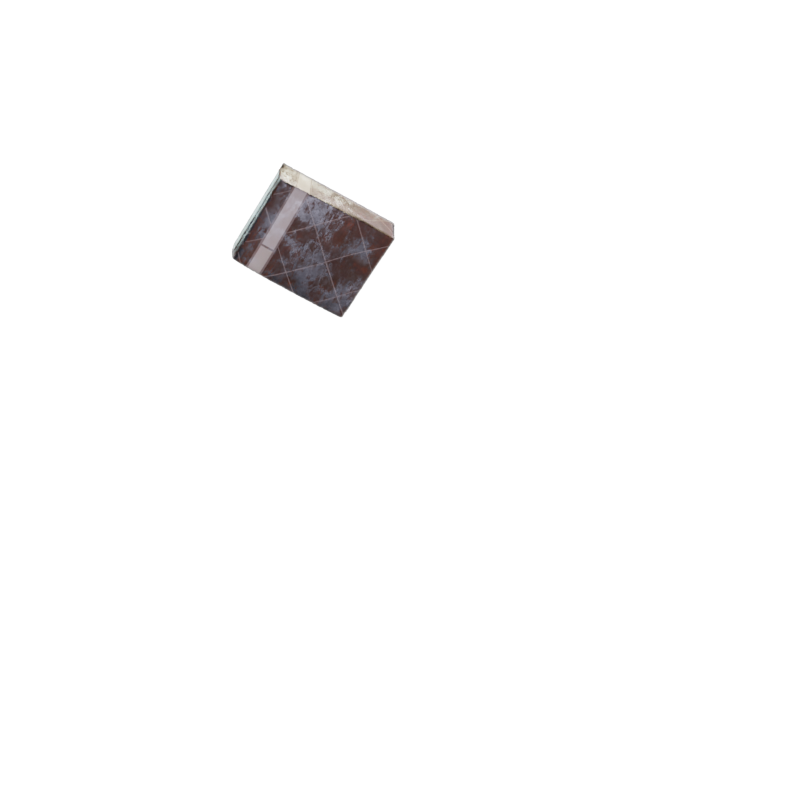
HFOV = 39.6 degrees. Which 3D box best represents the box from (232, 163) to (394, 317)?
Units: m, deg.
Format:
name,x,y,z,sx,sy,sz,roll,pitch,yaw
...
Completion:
name,x,y,z,sx,sy,sz,roll,pitch,yaw
box,-0.074,-0.135,0.944,0.110,0.087,0.041,28,24,-14
